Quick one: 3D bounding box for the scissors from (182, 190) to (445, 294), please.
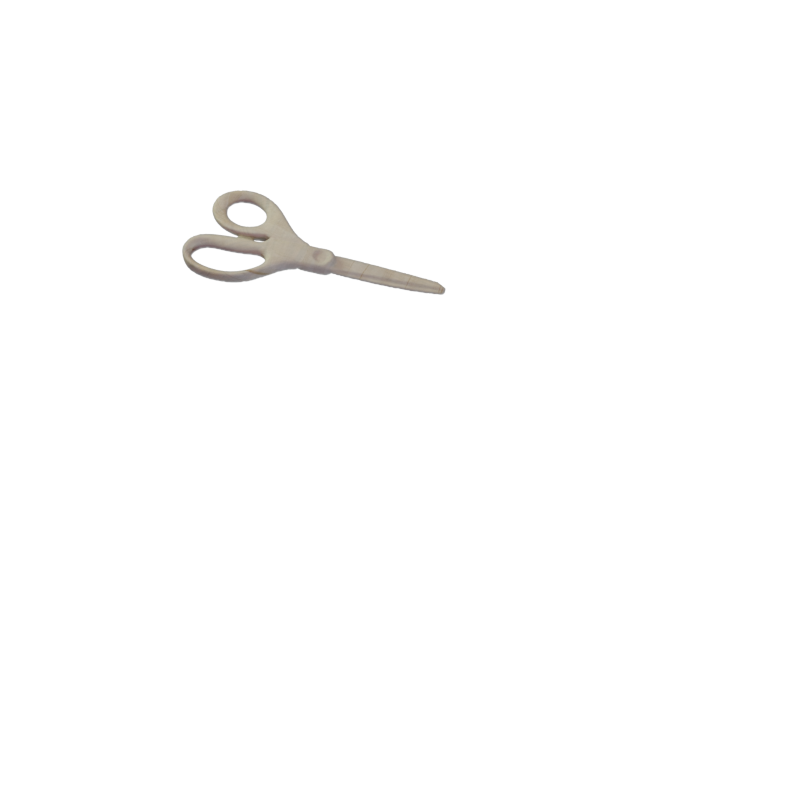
[{"bbox_3d":[-0.068,-0.124,0.867,0.202,0.103,0.015,1,-36,1],"label":"scissors"}]
